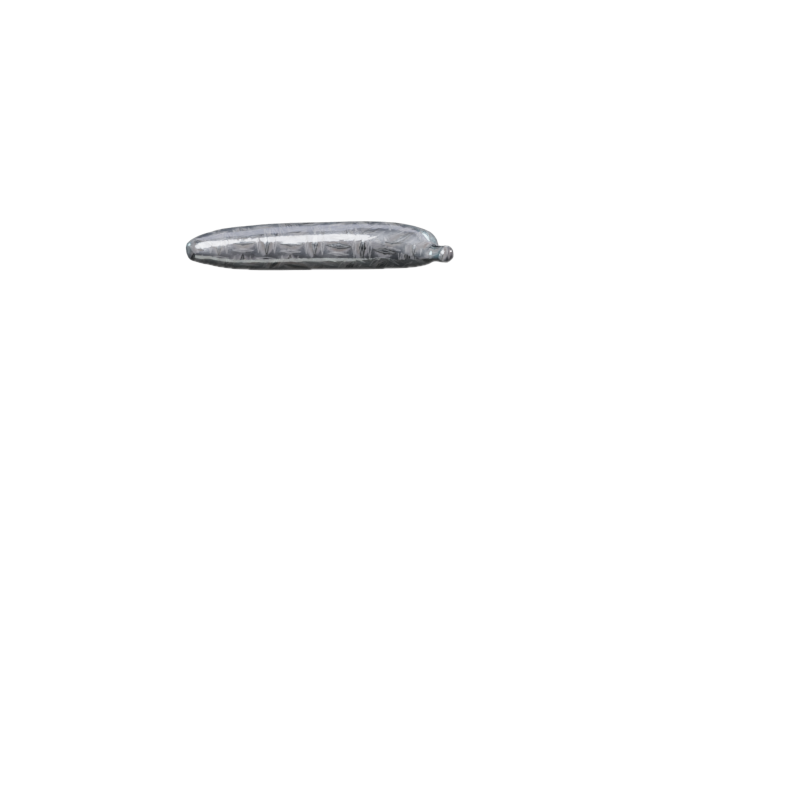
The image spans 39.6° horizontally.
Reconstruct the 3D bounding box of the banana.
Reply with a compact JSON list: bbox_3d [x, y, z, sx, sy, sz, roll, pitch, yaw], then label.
[{"bbox_3d":[-0.058,-0.117,0.831,0.200,0.037,0.068,0,0,10],"label":"banana"}]
